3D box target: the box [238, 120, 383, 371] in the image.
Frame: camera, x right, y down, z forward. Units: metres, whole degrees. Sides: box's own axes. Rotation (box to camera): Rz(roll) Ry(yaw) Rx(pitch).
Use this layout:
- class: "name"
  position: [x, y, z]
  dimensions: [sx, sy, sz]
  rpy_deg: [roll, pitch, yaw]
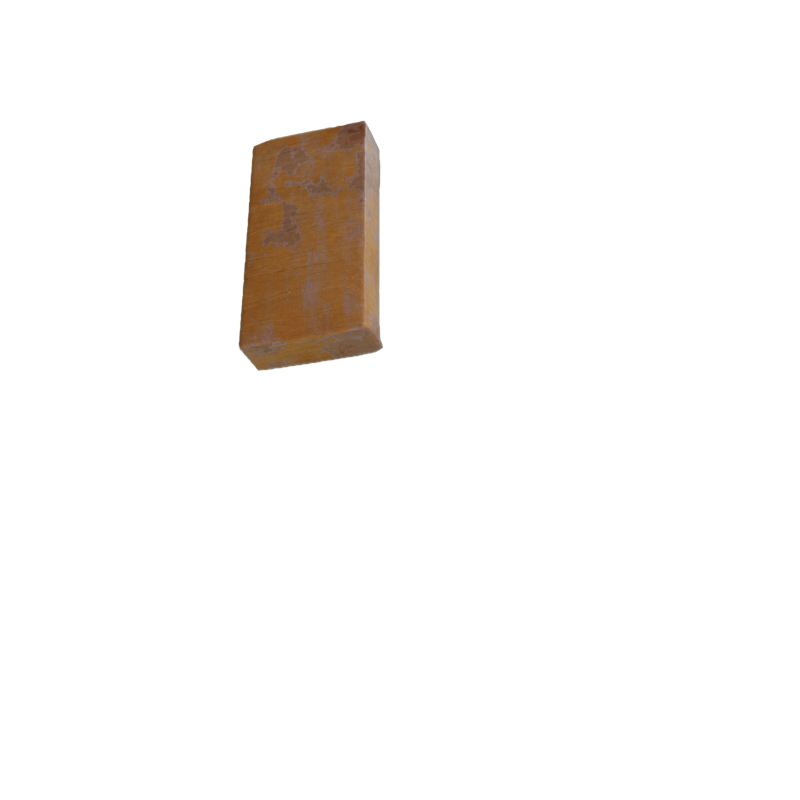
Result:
- class: "box"
  position: [-0.062, -0.113, 0.793]
  dimensions: [0.094, 0.187, 0.044]
  rpy_deg: [-10, -30, 15]
